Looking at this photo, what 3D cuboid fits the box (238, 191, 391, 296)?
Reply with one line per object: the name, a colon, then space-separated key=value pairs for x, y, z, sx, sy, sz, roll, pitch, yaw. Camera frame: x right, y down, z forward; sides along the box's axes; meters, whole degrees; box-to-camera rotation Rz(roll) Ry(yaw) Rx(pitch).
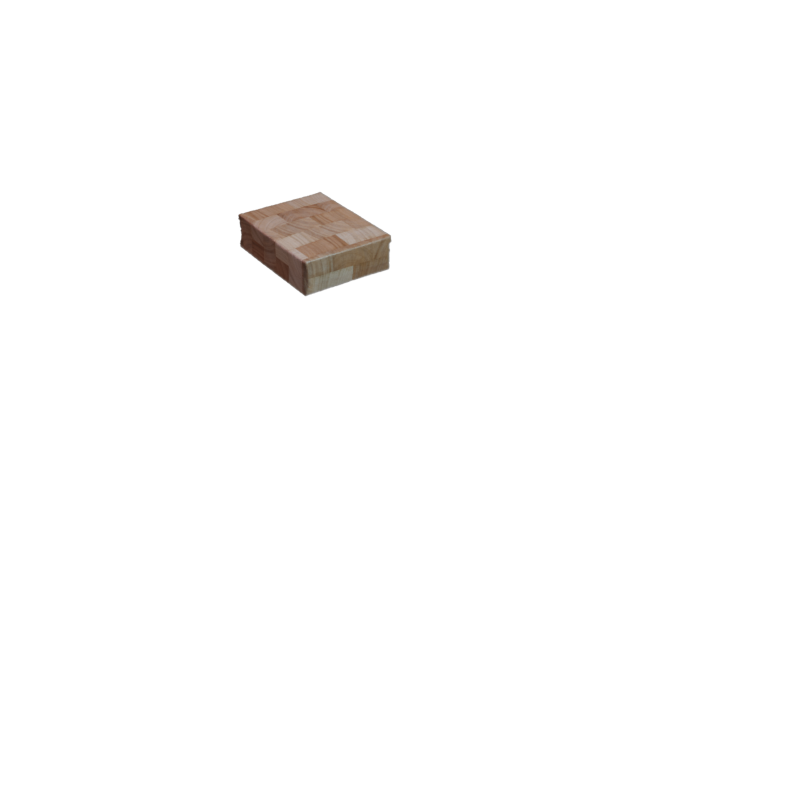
box: x=-0.076 y=-0.139 z=0.974 sx=0.089 sy=0.037 sz=0.122 roll=-20 pitch=36 yaw=-30
